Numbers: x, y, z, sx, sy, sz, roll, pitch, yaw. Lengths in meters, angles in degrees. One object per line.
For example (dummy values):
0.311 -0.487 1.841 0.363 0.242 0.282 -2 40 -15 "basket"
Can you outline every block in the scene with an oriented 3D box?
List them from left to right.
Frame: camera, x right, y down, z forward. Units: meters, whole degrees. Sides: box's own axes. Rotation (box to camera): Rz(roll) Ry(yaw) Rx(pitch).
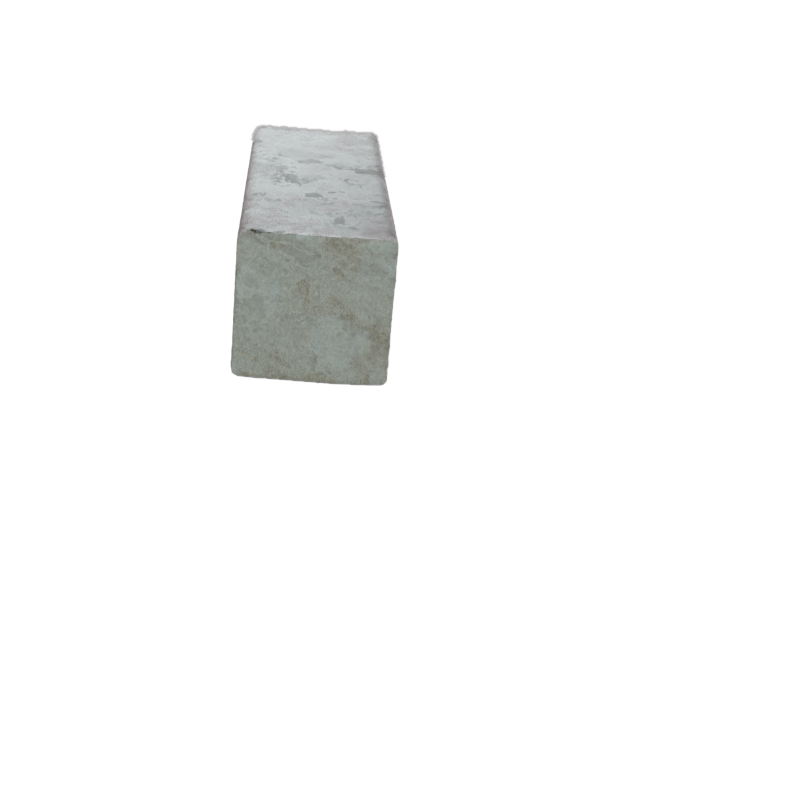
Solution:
-0.056 -0.100 0.703 0.090 0.086 0.218 3 28 -5 "block"
